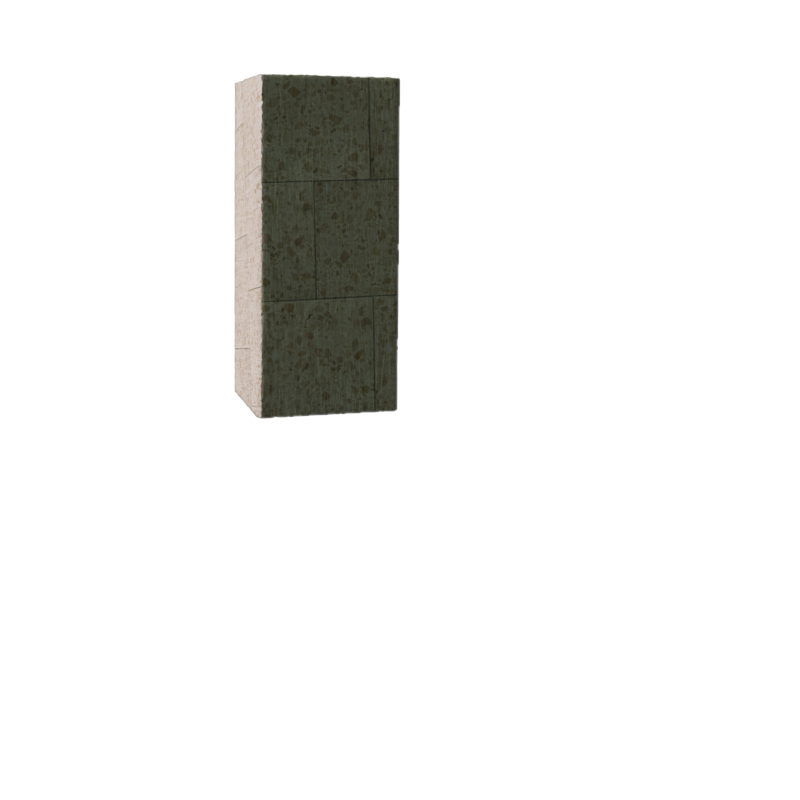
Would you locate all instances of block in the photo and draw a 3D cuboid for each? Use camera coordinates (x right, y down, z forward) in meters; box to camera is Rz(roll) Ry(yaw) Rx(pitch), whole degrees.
[{"bbox_3d":[-0.056,-0.102,0.712,0.089,0.204,0.093,-1,6,-16],"label":"block"}]
